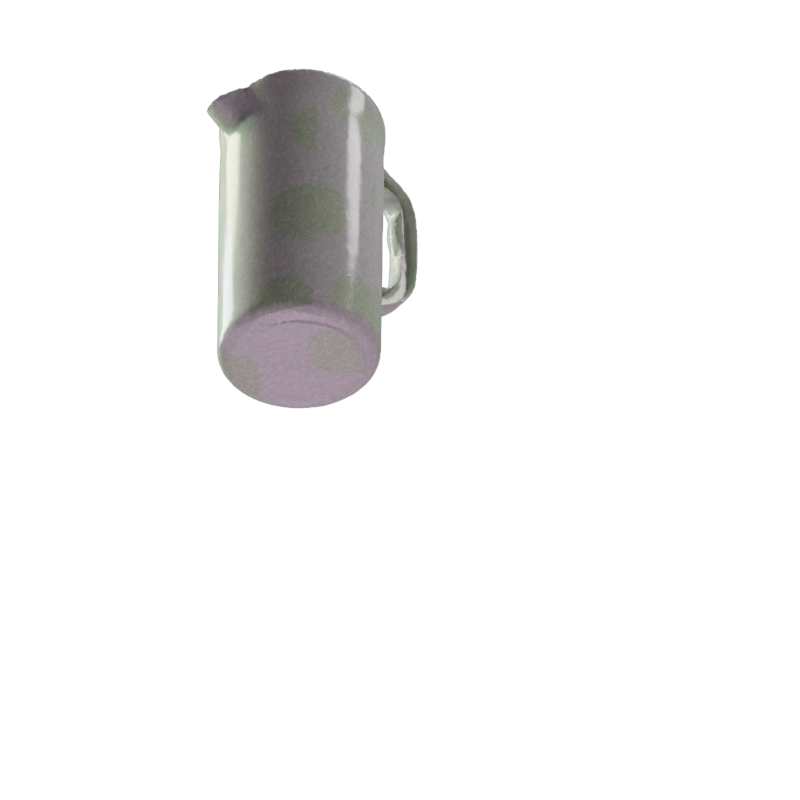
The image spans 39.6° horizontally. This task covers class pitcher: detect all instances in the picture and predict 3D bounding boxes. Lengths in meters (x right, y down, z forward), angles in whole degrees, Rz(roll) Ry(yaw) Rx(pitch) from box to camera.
[{"bbox_3d":[-0.063,-0.116,0.810,0.150,0.261,0.134,-7,-41,4],"label":"pitcher"}]
